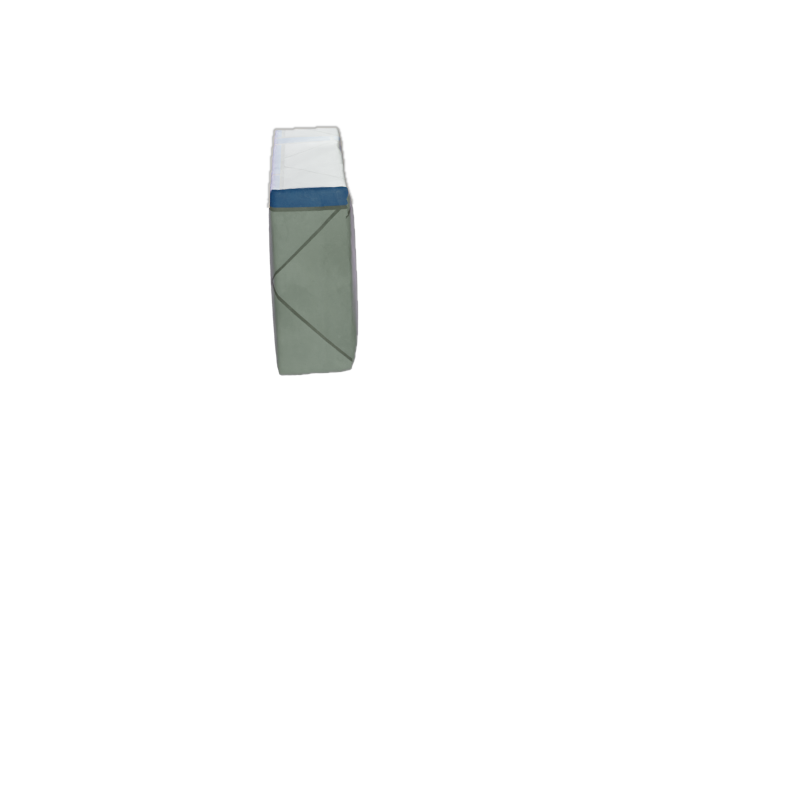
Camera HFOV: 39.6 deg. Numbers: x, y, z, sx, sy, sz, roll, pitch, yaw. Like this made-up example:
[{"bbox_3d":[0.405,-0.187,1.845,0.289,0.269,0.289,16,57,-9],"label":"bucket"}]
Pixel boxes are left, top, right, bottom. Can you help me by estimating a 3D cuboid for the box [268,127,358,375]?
[{"bbox_3d":[-0.078,-0.142,0.992,0.072,0.156,0.225,-2,24,-3],"label":"box"}]
